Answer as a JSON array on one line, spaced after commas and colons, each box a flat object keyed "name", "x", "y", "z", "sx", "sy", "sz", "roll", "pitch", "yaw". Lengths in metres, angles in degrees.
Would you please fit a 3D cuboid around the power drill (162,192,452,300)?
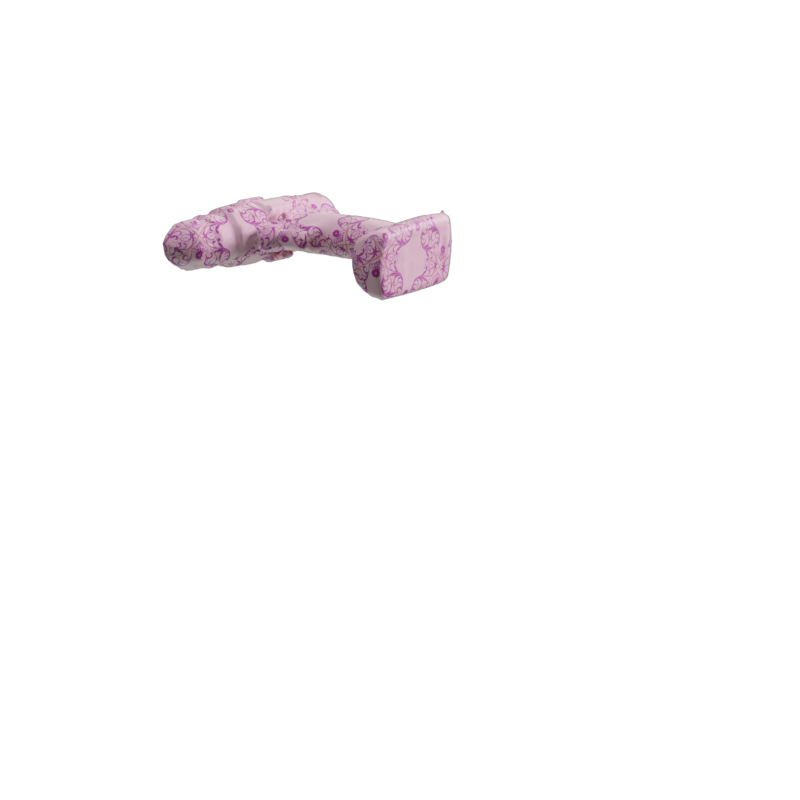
[{"name": "power drill", "x": -0.069, "y": -0.126, "z": 0.882, "sx": 0.198, "sy": 0.055, "sz": 0.182, "roll": 17, "pitch": 27, "yaw": 36}]
